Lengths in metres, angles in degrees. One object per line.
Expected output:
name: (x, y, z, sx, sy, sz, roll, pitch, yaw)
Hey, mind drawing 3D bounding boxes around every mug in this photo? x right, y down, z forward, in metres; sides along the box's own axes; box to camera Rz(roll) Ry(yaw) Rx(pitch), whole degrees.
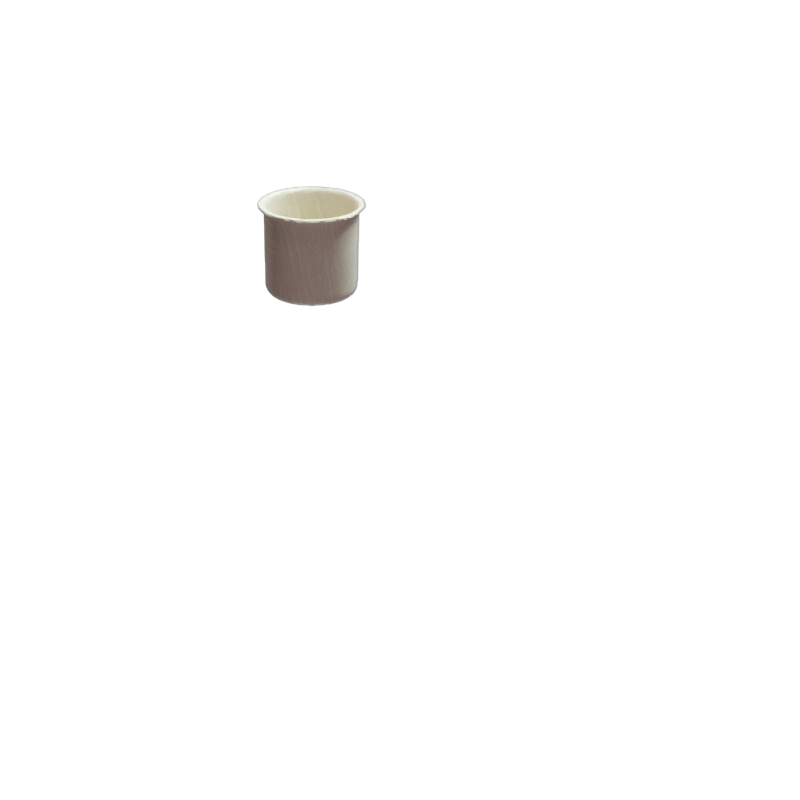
mug: (-0.076, -0.139, 0.973, 0.094, 0.077, 0.122, 3, 26, 4)
